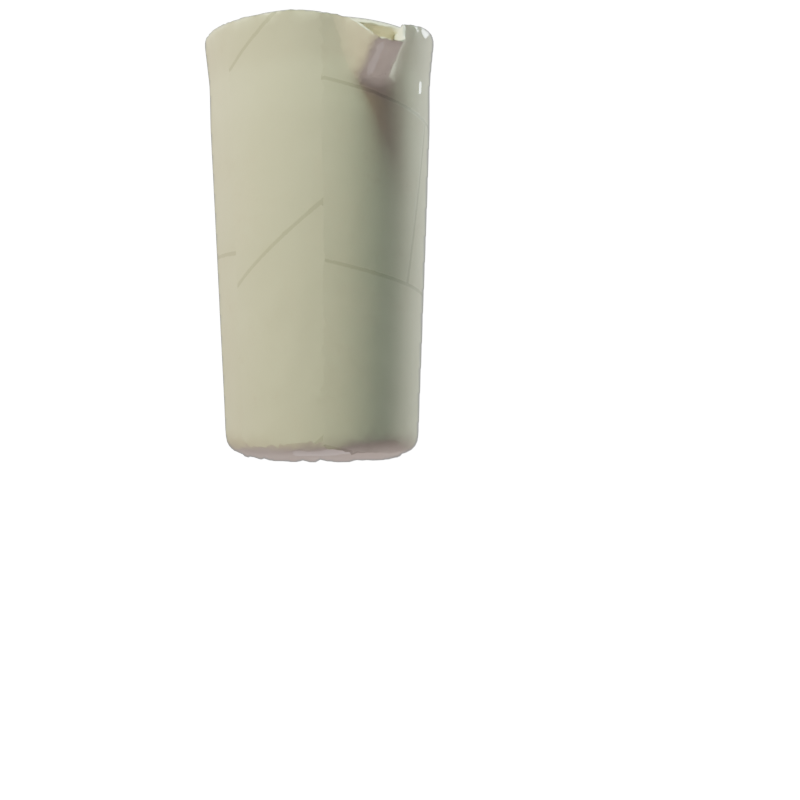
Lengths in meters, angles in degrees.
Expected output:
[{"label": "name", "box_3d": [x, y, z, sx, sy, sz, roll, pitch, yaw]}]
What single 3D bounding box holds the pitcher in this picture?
[{"label": "pitcher", "box_3d": [-0.050, -0.092, 0.643, 0.148, 0.247, 0.144, -2, -5, 15]}]
